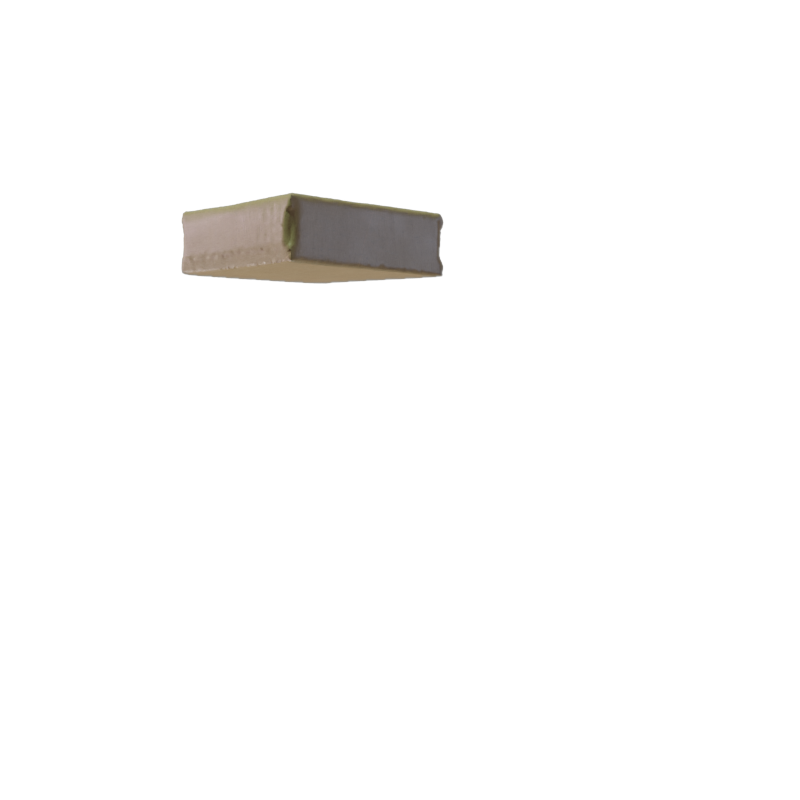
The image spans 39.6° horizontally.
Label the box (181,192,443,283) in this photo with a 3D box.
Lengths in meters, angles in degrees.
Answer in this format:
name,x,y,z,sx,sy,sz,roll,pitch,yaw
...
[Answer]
name,x,y,z,sx,sy,sz,roll,pitch,yaw
box,-0.037,-0.068,0.474,0.086,0.030,0.076,-1,1,-44
